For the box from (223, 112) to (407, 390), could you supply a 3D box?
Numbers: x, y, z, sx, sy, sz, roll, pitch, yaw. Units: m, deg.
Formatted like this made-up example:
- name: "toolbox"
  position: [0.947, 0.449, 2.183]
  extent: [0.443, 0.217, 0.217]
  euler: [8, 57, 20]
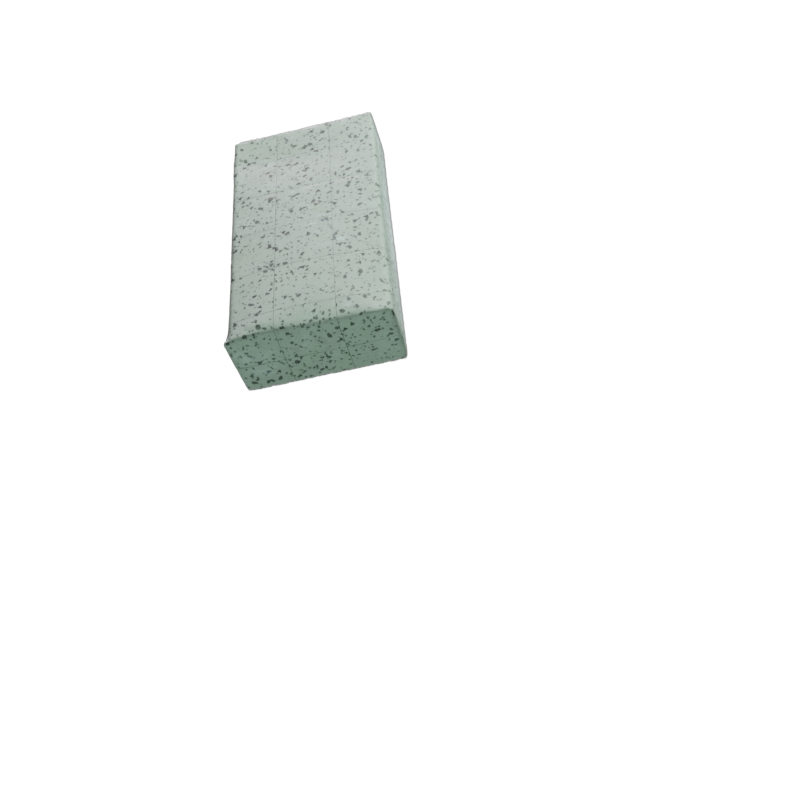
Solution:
- name: "box"
  position: [-0.050, -0.092, 0.647]
  extent: [0.094, 0.189, 0.044]
  euler: [-12, -46, 8]
